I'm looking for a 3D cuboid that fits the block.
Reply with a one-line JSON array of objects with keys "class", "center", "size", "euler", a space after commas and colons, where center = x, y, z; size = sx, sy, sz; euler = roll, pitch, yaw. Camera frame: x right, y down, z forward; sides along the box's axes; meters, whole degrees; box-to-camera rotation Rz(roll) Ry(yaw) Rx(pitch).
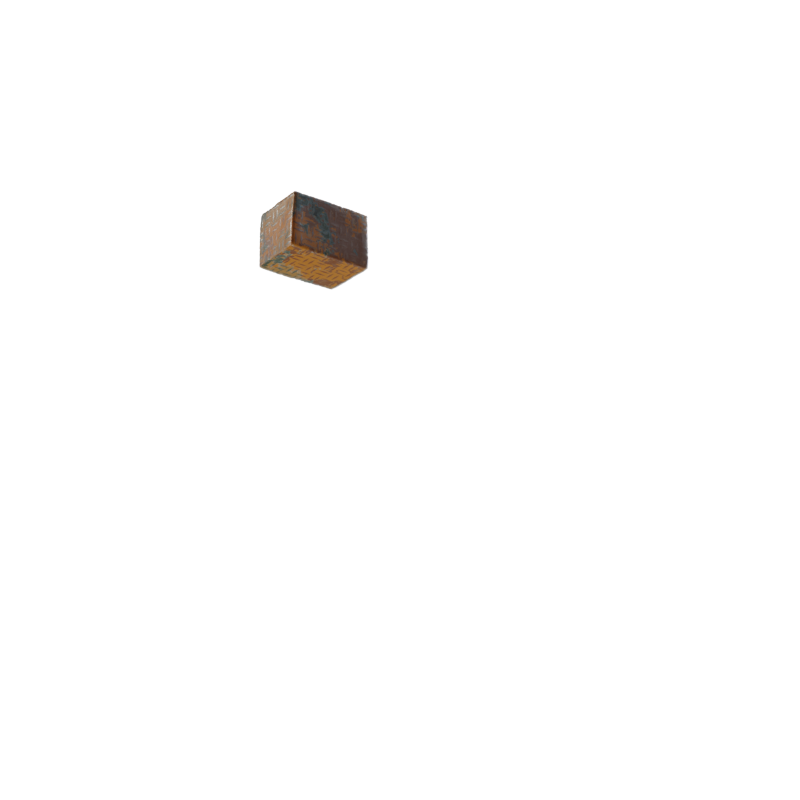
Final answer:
[{"class": "block", "center": [-0.073, -0.133, 0.930], "size": [0.074, 0.054, 0.053], "euler": [15, -28, -34]}]
